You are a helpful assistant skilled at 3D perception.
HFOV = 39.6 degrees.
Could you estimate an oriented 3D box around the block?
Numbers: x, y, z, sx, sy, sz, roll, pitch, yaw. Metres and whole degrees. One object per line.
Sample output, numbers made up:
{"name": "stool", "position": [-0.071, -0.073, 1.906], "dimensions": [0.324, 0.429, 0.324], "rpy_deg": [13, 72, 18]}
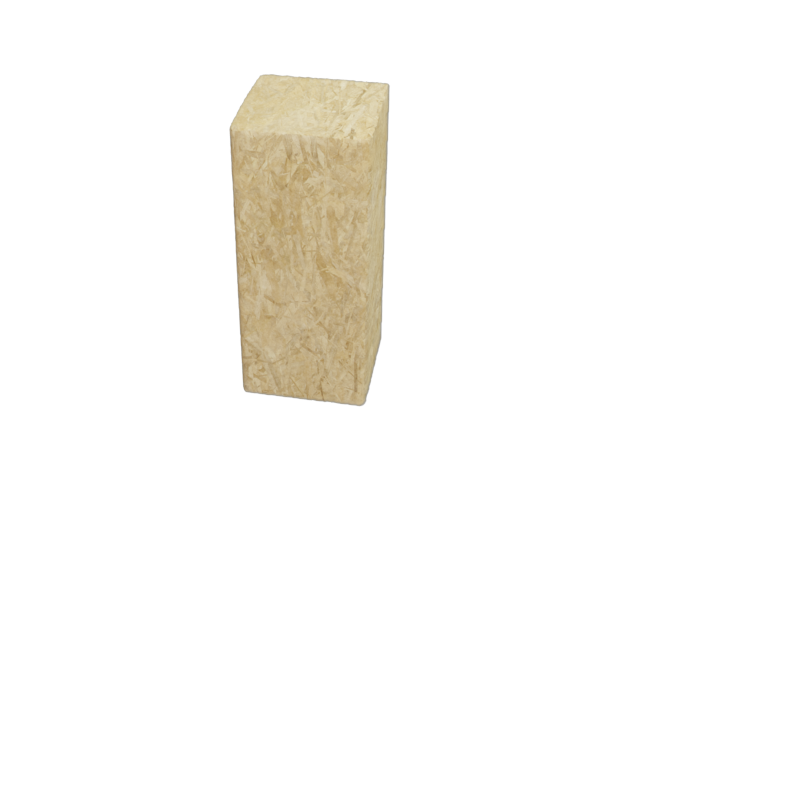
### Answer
{"name": "block", "position": [-0.060, -0.108, 0.758], "dimensions": [0.092, 0.193, 0.095], "rpy_deg": [7, 35, 6]}
